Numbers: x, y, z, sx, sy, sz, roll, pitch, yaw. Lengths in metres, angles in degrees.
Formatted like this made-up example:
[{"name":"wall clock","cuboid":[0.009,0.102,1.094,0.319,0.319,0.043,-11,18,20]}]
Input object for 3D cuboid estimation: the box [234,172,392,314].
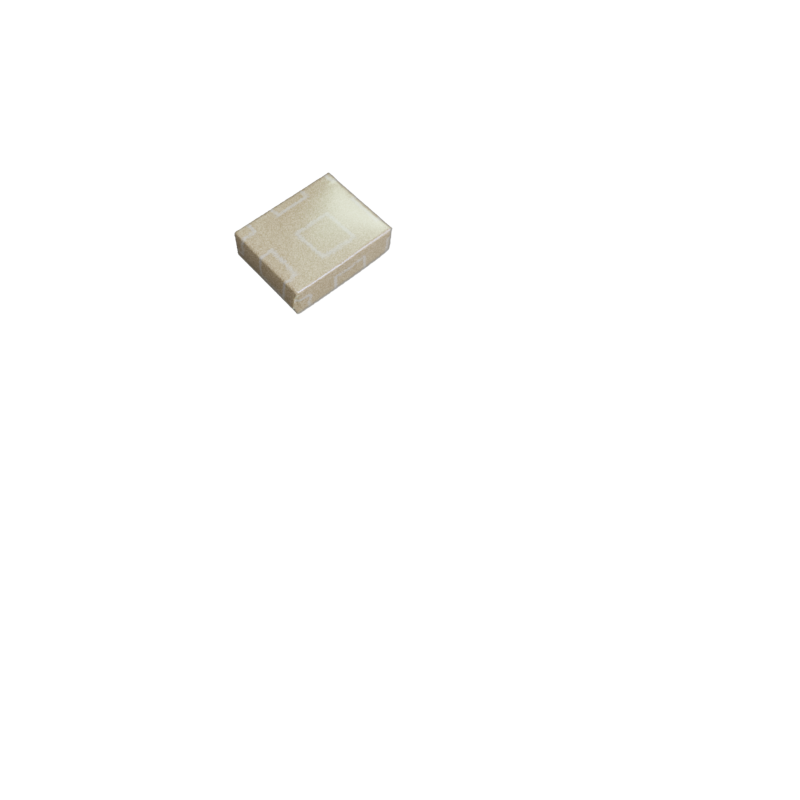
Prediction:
[{"name":"box","cuboid":[-0.078,-0.142,0.994,0.114,0.096,0.036,-35,-28,-23]}]
